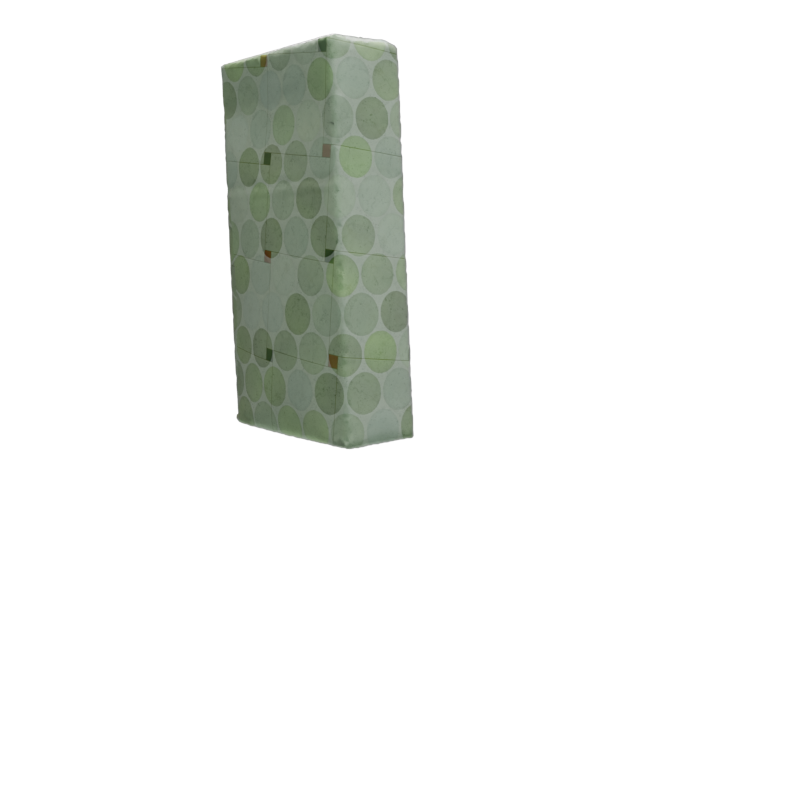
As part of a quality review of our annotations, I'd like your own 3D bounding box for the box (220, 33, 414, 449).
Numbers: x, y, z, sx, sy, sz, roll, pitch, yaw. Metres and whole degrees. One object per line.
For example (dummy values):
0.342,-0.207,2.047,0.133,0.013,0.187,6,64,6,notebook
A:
-0.040,-0.073,0.512,0.046,0.176,0.097,0,1,-38,box
